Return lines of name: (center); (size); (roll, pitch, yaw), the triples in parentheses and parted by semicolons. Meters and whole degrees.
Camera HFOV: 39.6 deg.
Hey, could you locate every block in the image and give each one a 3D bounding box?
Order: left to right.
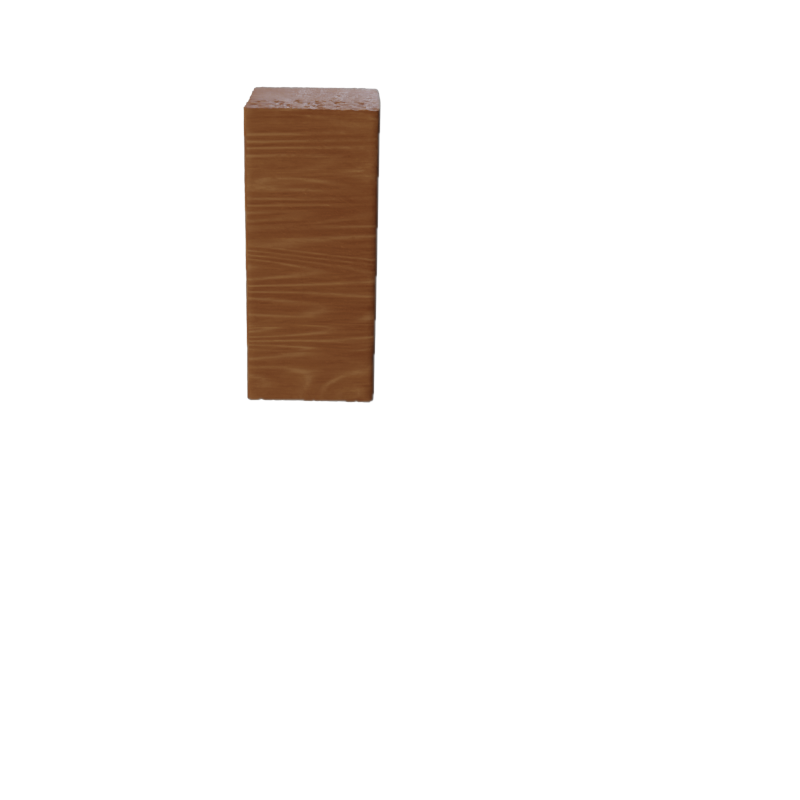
block: (-0.061, -0.112, 0.784); (0.091, 0.198, 0.094); (1, 19, 0)
